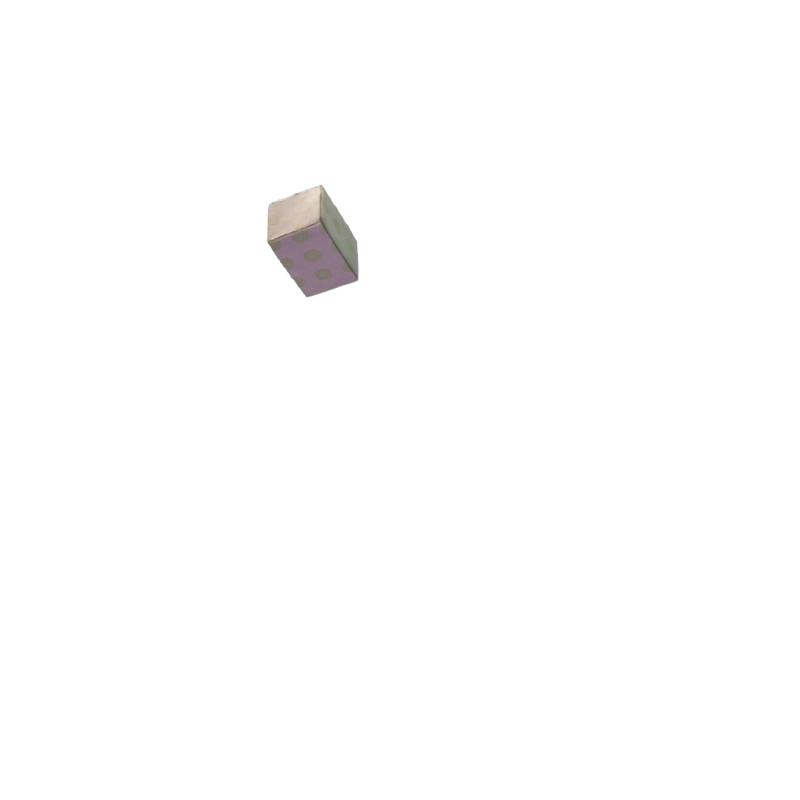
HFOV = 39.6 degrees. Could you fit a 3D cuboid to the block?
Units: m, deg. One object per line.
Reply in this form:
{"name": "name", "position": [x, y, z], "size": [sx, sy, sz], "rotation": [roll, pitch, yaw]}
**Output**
{"name": "block", "position": [-0.075, -0.137, 0.957], "size": [0.053, 0.055, 0.072], "rotation": [-18, -45, 16]}
